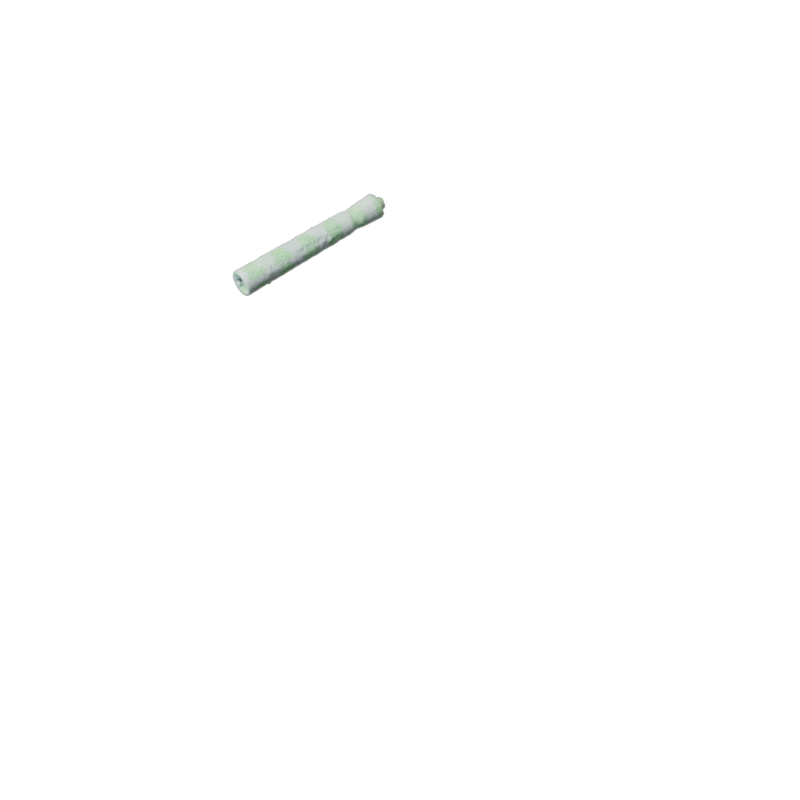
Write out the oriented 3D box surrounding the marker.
[{"bbox_3d":[-0.058,-0.107,0.747,0.121,0.019,0.020,-34,20,-24],"label":"marker"}]
